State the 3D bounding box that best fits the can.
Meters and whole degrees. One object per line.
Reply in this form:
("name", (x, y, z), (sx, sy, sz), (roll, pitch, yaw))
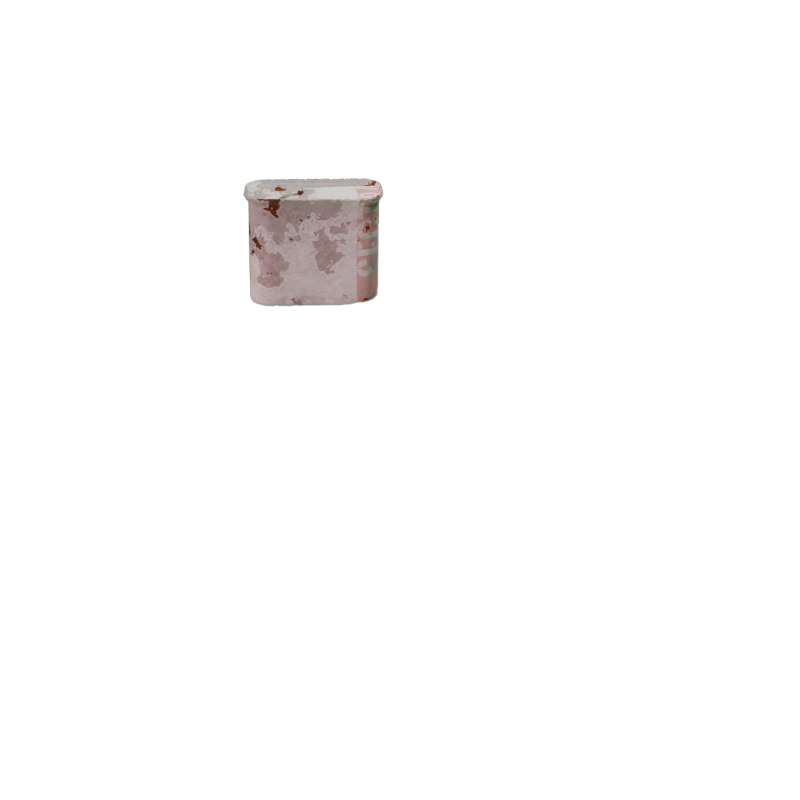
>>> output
("can", (-0.065, -0.118, 0.828), (0.102, 0.080, 0.060), (0, 21, -3))
